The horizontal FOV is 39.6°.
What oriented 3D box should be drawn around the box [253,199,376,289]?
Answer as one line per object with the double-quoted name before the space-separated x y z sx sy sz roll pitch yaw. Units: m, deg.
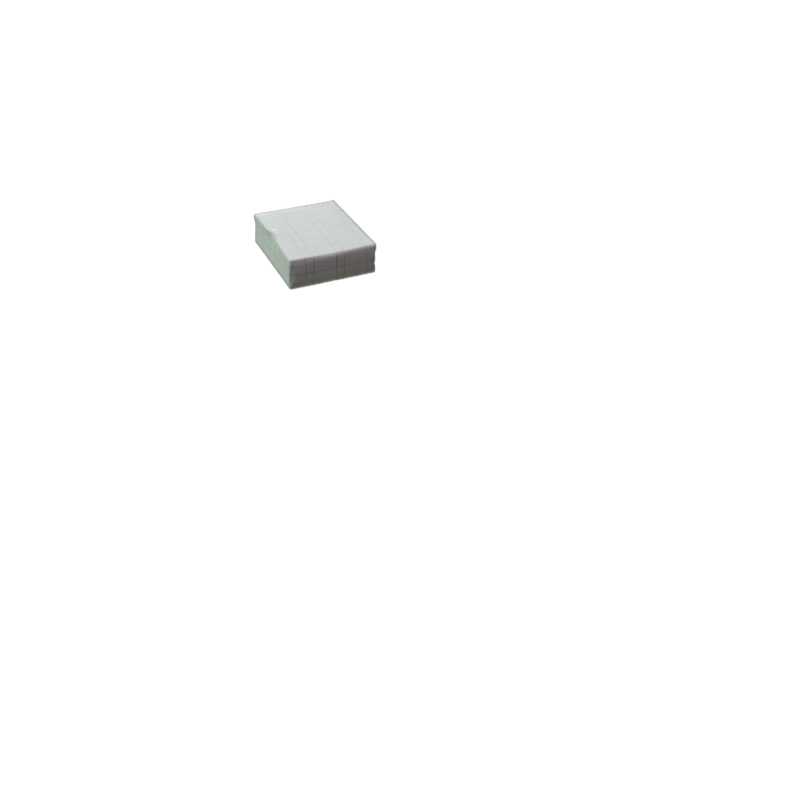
"box" -0.070 -0.128 0.894 0.072 0.028 0.096 -13 36 -19
